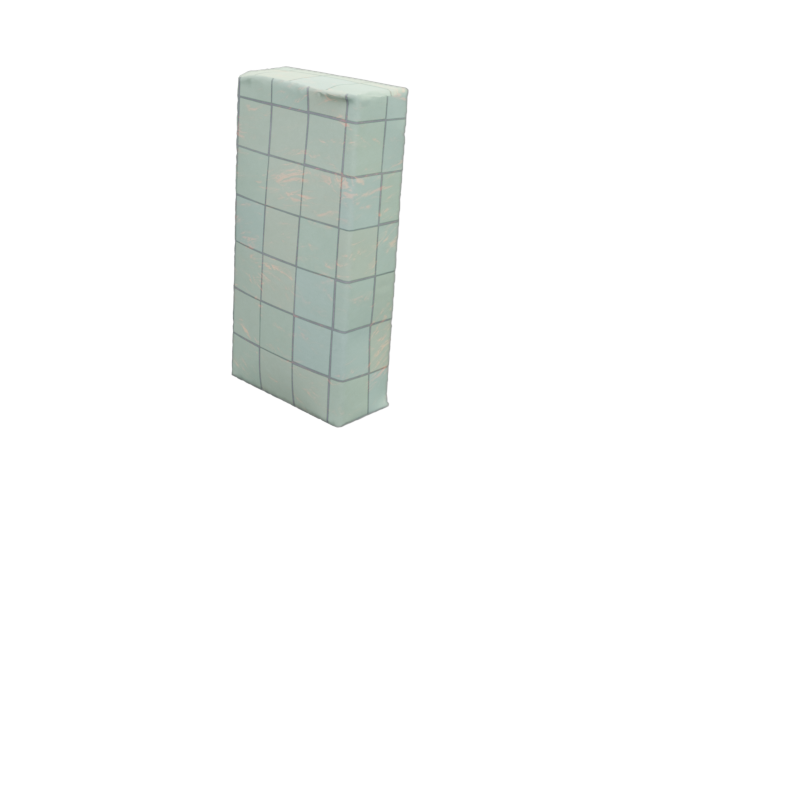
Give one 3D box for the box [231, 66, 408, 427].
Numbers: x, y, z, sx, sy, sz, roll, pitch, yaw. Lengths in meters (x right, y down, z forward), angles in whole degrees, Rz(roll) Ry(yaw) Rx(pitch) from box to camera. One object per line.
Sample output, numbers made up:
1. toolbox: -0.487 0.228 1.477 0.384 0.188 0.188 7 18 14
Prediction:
1. box: -0.047 -0.085 0.594 0.047 0.169 0.099 -17 26 -42
